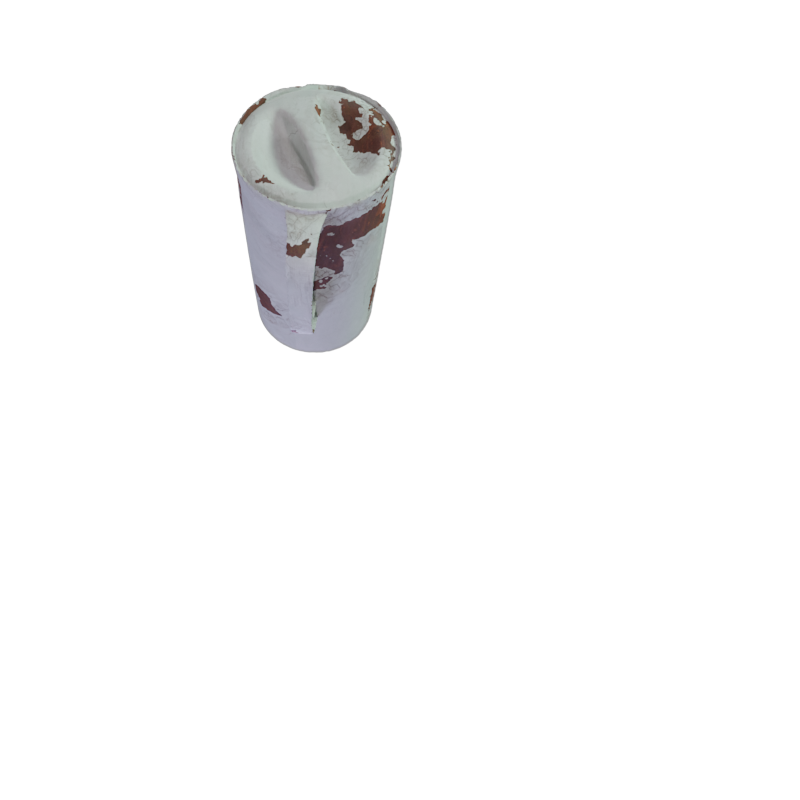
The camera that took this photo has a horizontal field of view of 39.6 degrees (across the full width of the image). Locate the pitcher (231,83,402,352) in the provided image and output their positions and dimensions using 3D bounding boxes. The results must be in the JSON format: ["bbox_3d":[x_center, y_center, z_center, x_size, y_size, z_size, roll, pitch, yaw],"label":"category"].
[{"bbox_3d":[-0.074,-0.136,0.949,0.150,0.154,0.228,-35,-24,-22],"label":"pitcher"}]
